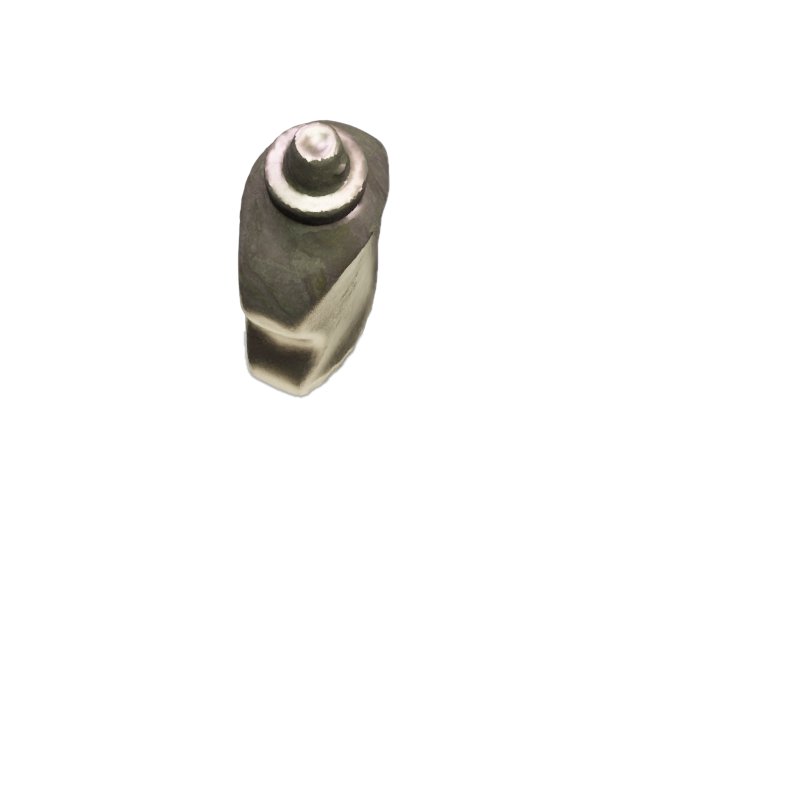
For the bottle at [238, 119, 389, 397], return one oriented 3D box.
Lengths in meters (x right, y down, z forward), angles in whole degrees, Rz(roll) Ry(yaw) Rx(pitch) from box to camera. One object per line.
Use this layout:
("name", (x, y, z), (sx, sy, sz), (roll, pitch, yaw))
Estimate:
("bottle", (-0.039, -0.071, 0.500), (0.059, 0.099, 0.183), (25, -17, 4))
